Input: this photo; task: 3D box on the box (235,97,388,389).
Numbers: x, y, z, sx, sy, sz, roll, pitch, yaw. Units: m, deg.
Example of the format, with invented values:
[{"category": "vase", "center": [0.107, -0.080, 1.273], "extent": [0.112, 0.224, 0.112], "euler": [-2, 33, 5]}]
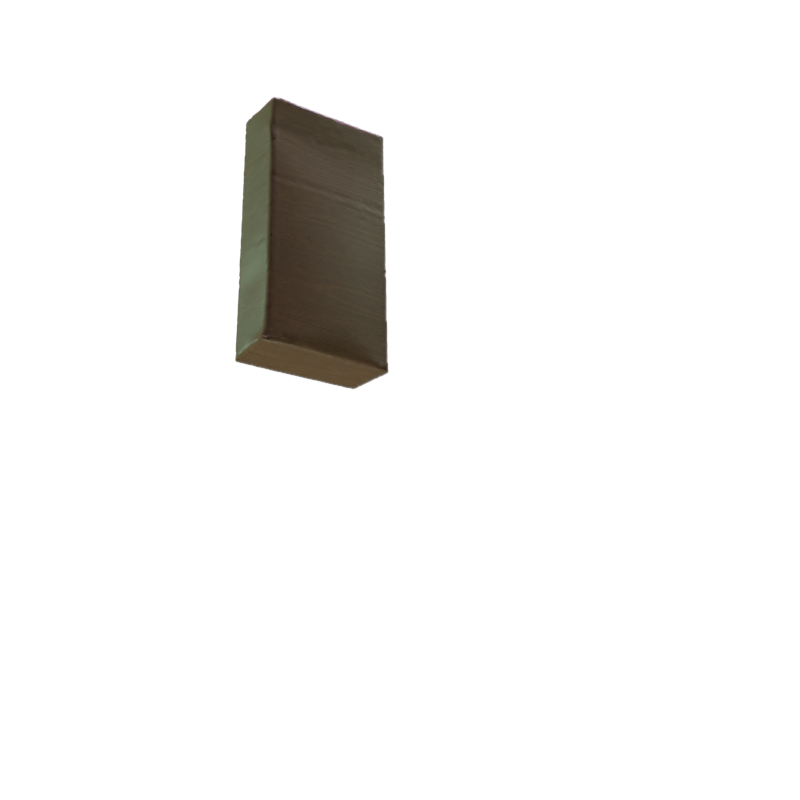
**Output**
[{"category": "box", "center": [-0.057, -0.104, 0.727], "extent": [0.089, 0.187, 0.047], "euler": [15, -32, -31]}]
